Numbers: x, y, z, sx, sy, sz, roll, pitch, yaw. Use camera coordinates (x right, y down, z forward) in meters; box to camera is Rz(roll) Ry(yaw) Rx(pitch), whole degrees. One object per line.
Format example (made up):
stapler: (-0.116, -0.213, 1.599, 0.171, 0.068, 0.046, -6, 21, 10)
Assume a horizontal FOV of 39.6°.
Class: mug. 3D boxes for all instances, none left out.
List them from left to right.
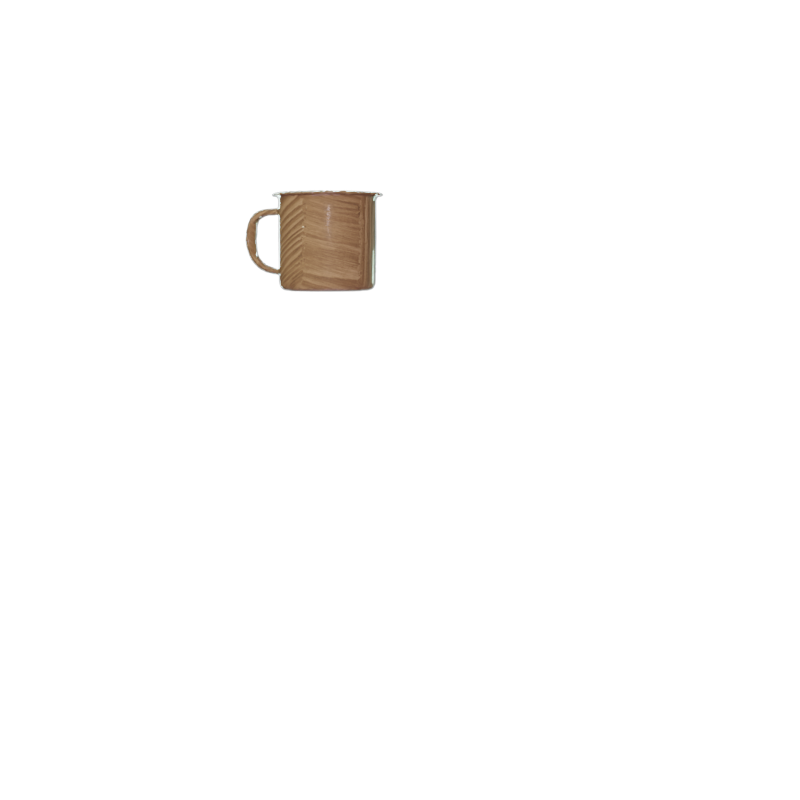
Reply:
mug: (-0.073, -0.133, 0.932, 0.119, 0.081, 0.093, 1, 4, 9)
